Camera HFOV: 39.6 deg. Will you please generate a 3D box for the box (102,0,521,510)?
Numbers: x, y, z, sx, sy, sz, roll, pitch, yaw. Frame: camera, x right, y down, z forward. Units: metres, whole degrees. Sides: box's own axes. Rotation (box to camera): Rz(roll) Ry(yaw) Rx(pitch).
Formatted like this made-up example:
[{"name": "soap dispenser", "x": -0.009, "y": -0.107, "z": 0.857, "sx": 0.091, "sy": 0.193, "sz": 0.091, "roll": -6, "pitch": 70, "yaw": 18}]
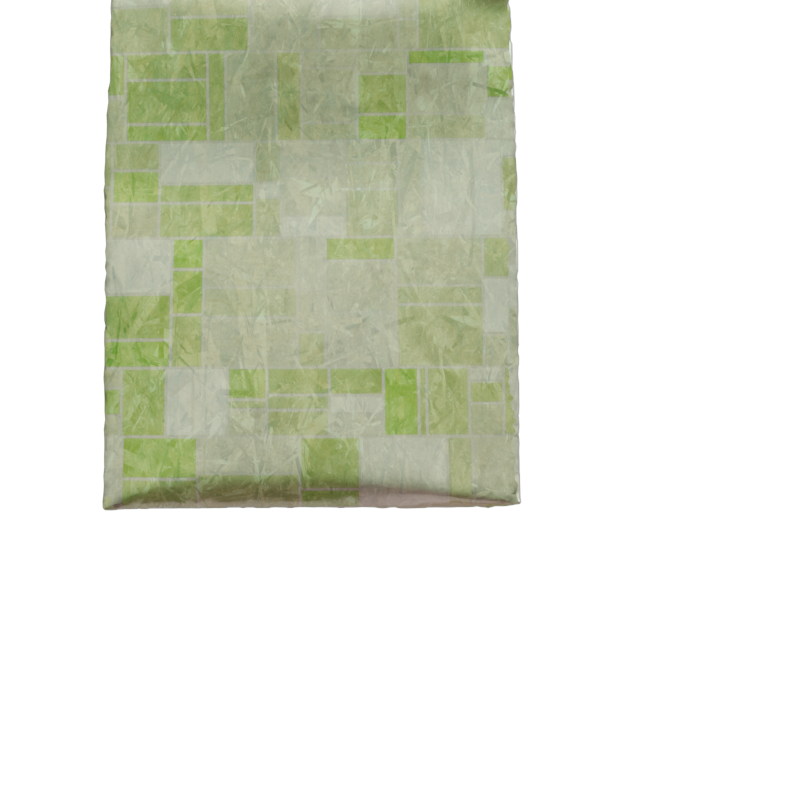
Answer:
[{"name": "box", "x": -0.036, "y": -0.065, "z": 0.458, "sx": 0.164, "sy": 0.216, "sz": 0.071, "roll": 0, "pitch": -4, "yaw": 0}]
